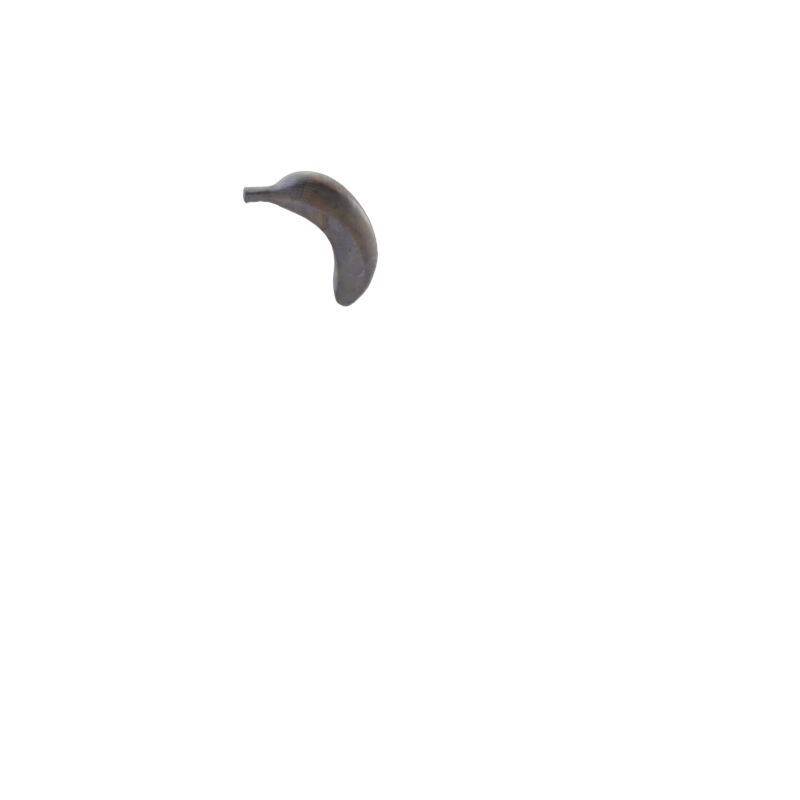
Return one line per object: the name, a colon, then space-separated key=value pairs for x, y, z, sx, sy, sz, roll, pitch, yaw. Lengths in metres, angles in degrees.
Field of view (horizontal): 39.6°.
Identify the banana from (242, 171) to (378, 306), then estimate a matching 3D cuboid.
banana: x=-0.056 y=-0.135 z=0.904 sx=0.070 sy=0.039 sz=0.183 roll=-11 pitch=-29 yaw=19
